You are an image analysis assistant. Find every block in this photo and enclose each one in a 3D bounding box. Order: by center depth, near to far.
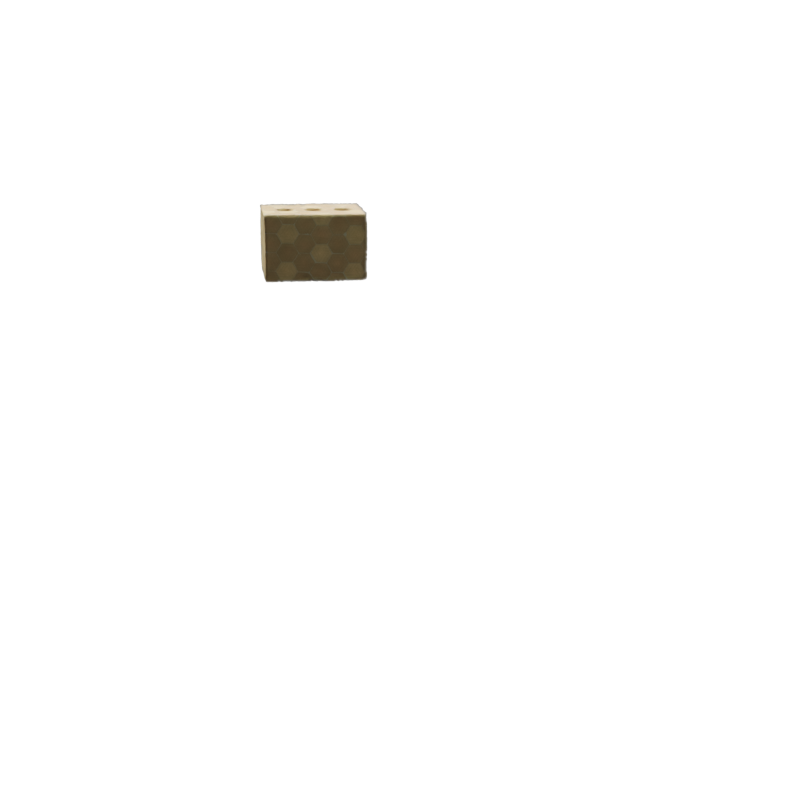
[{"bbox_3d":[-0.065,-0.119,0.832,0.077,0.050,0.055,-2,14,-7],"label":"block"}]
